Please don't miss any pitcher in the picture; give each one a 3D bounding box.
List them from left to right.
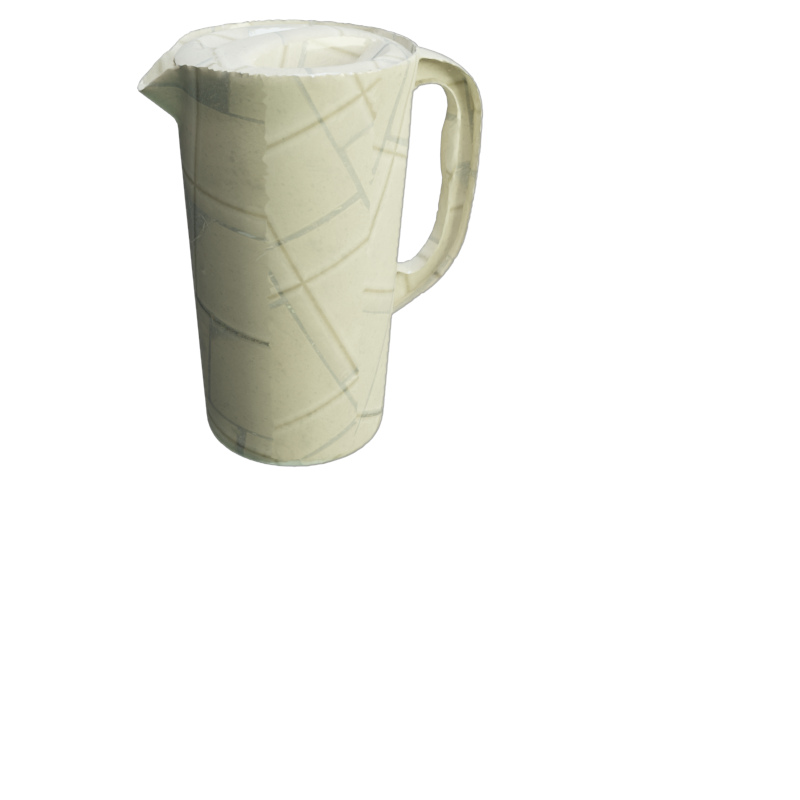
[{"bbox_3d":[-0.050,-0.091,0.635,0.156,0.230,0.146,15,29,26],"label":"pitcher"}]
